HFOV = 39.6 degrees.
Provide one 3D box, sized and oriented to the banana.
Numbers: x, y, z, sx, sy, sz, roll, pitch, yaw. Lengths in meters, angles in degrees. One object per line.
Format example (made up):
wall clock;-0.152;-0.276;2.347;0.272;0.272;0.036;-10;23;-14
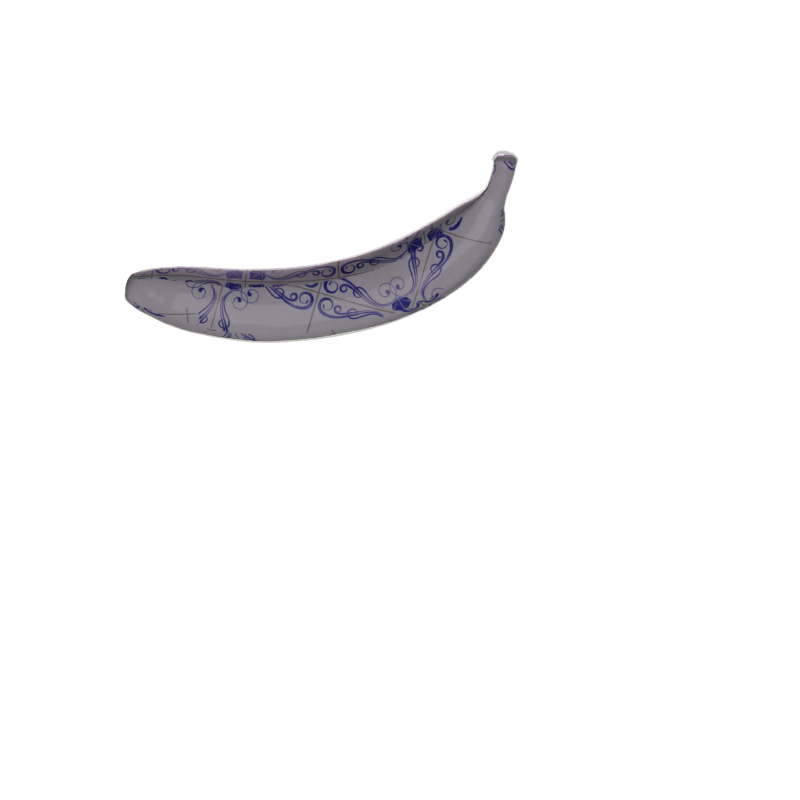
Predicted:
banana;-0.032;-0.062;0.539;0.198;0.066;0.039;-18;24;7
